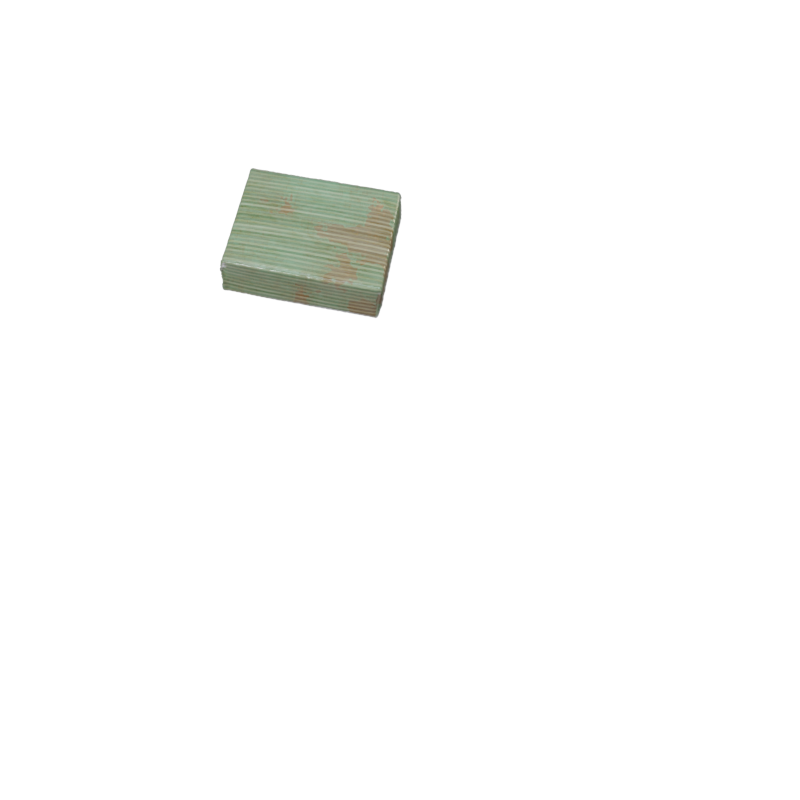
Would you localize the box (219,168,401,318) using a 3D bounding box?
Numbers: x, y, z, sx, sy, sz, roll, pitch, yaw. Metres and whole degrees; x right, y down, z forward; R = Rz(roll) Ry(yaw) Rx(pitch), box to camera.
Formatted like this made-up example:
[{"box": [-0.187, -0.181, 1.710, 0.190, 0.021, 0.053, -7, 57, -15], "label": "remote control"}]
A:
[{"box": [-0.061, -0.111, 0.776, 0.115, 0.095, 0.036, 8, -37, 6], "label": "box"}]
